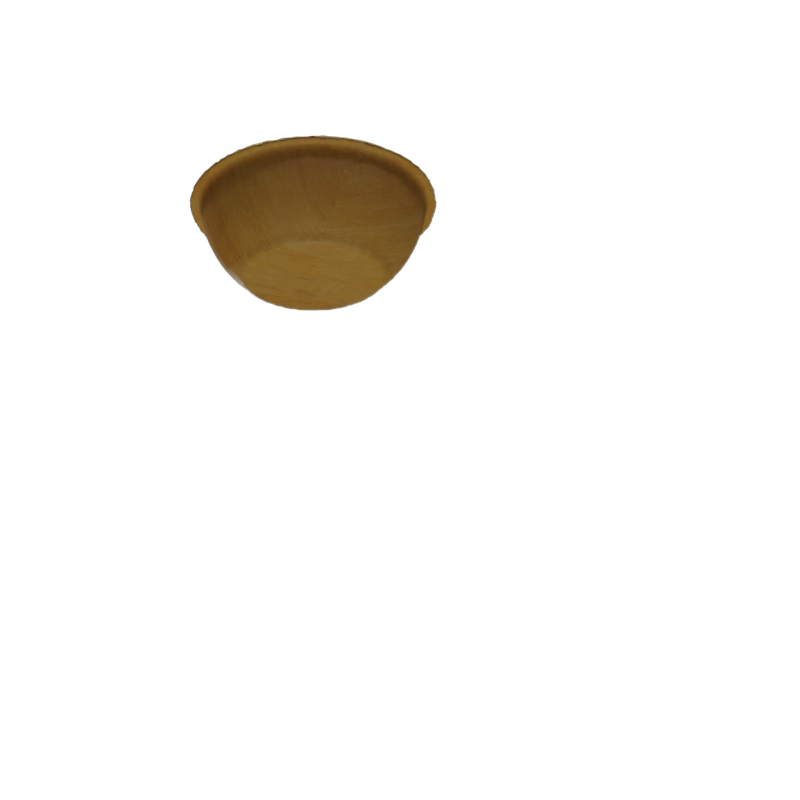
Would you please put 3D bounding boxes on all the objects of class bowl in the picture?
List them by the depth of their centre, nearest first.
[{"bbox_3d":[-0.056,-0.102,0.715,0.162,0.058,0.153,1,-24,-2],"label":"bowl"}]
